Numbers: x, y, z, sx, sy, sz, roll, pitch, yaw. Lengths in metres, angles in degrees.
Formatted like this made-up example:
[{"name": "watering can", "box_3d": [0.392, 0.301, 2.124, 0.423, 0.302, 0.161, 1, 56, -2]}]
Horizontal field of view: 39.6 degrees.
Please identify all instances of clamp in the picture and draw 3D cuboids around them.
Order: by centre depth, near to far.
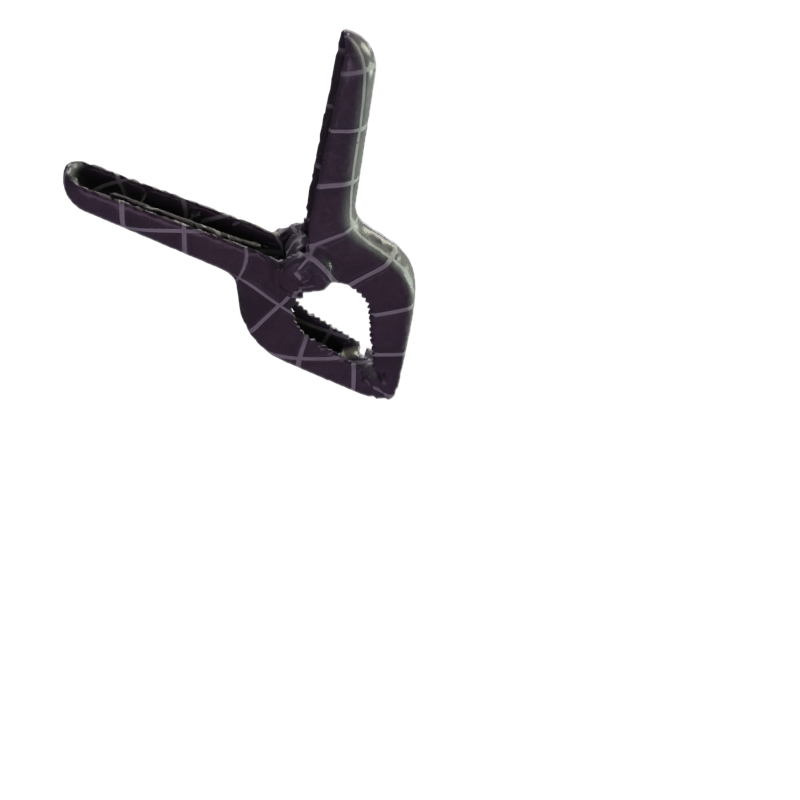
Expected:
[{"name": "clamp", "box_3d": [-0.044, -0.081, 0.566, 0.164, 0.196, 0.039, -27, 34, 20]}]
